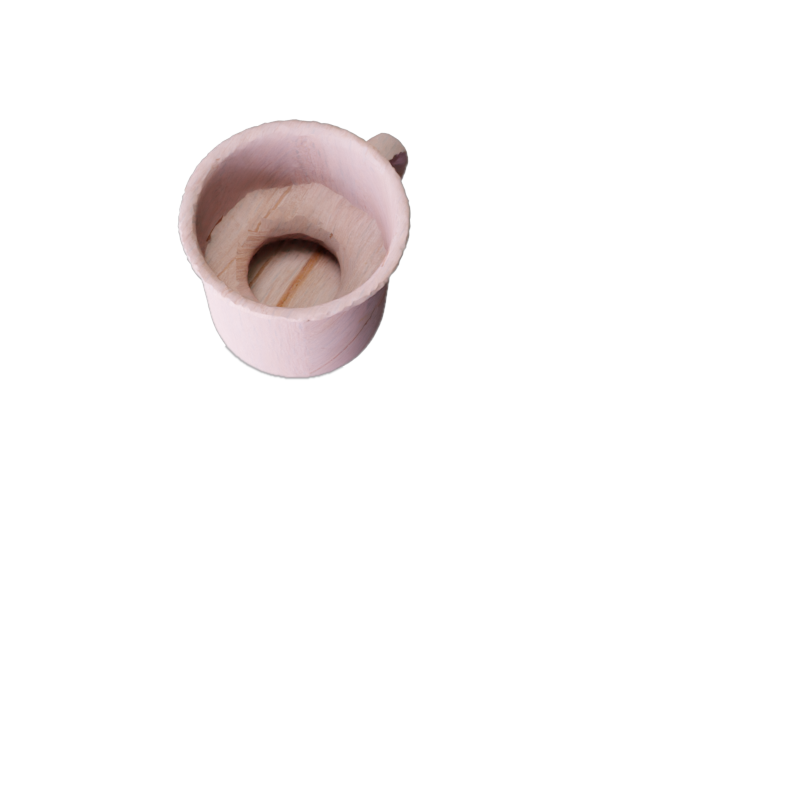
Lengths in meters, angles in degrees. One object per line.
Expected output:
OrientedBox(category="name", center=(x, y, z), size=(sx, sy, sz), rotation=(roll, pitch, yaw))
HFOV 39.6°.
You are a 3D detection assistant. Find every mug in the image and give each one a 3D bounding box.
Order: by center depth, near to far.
OrientedBox(category="mug", center=(-0.038, -0.069, 0.482), size=(0.097, 0.119, 0.077), rotation=(35, -21, 13))
